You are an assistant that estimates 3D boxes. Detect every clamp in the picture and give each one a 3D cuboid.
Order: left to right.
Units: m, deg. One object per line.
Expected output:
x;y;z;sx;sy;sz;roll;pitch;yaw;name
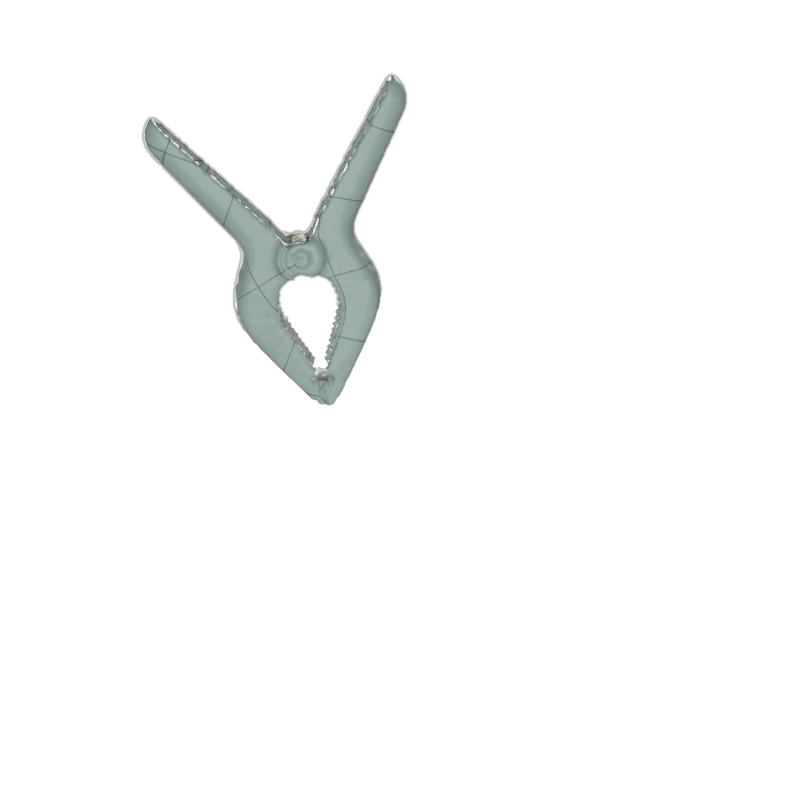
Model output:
-0.055;-0.101;0.708;0.165;0.203;0.038;-16;14;4;clamp
